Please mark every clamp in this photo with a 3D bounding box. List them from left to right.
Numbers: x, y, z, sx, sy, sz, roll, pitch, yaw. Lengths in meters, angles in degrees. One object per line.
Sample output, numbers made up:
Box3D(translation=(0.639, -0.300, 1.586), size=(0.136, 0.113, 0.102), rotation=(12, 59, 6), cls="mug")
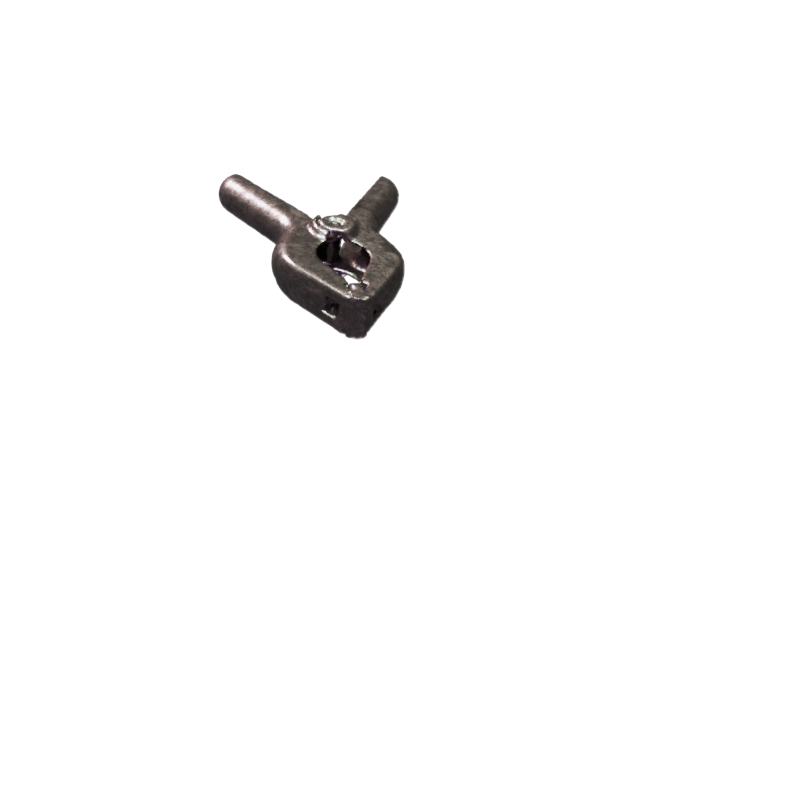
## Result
Box3D(translation=(-0.053, -0.097, 0.682), size=(0.120, 0.037, 0.183), rotation=(-2, 33, -4), cls="clamp")
